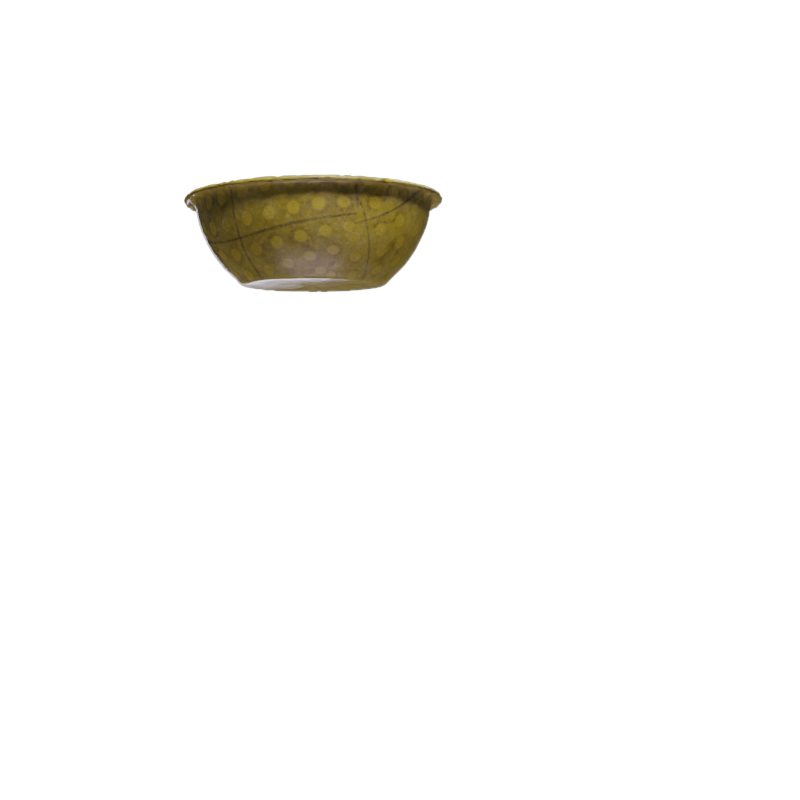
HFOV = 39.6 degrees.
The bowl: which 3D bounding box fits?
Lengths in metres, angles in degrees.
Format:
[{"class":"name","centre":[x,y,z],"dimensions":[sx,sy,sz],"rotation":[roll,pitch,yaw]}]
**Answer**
[{"class":"bowl","centre":[-0.054,-0.099,0.692],"dimensions":[0.162,0.056,0.161],"rotation":[0,-1,-2]}]
